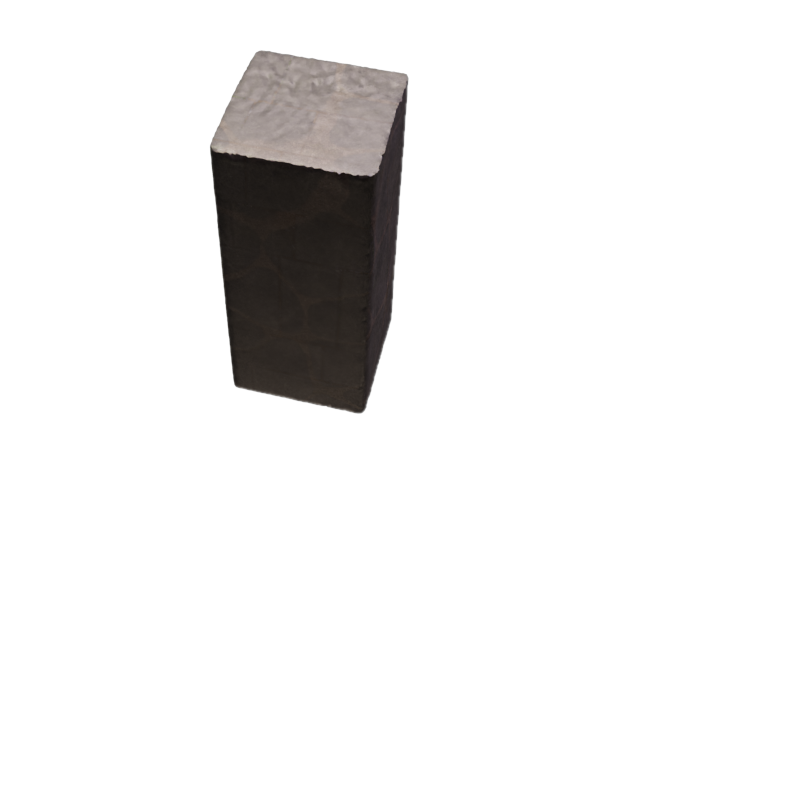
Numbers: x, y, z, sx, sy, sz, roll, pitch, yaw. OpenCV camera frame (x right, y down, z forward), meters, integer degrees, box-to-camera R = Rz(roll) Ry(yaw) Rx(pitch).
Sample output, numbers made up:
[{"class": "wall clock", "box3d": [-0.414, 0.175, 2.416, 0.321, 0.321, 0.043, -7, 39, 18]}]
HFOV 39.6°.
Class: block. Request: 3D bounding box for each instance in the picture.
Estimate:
[{"class": "block", "box3d": [-0.052, -0.094, 0.663, 0.092, 0.095, 0.192, 12, -39, 6]}]
